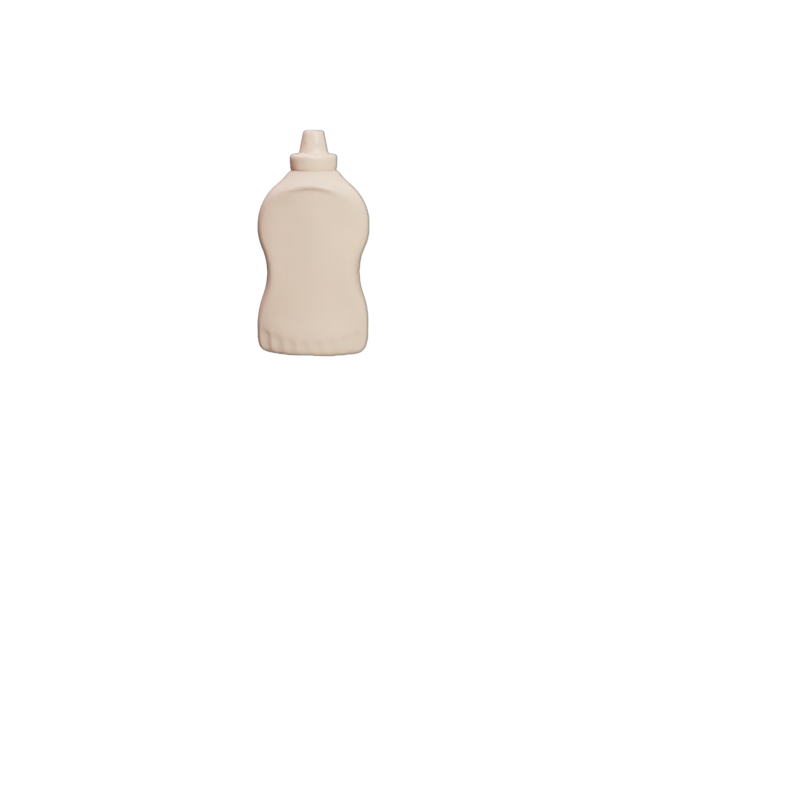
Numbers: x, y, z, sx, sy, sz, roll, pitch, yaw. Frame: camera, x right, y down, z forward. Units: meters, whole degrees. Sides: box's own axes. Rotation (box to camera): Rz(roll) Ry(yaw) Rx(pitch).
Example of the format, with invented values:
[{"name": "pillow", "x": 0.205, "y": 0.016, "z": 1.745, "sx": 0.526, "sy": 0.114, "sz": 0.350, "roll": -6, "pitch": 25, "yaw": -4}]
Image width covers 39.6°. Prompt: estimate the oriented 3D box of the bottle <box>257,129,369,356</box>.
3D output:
[{"name": "bottle", "x": -0.075, "y": -0.137, "z": 0.957, "sx": 0.097, "sy": 0.187, "sz": 0.059, "roll": 2, "pitch": 11, "yaw": 5}]
